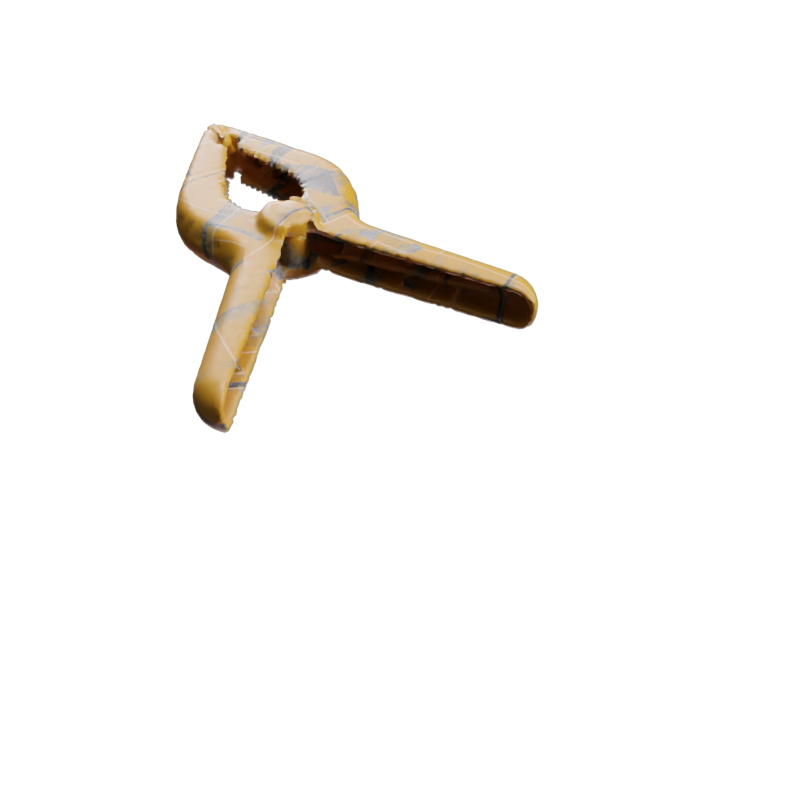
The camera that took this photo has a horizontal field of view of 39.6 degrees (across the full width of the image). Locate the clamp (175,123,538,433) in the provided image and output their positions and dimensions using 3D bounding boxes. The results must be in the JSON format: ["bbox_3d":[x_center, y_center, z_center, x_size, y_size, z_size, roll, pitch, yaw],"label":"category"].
[{"bbox_3d":[-0.043,-0.078,0.550,0.162,0.034,0.228,-13,43,-15],"label":"clamp"}]
